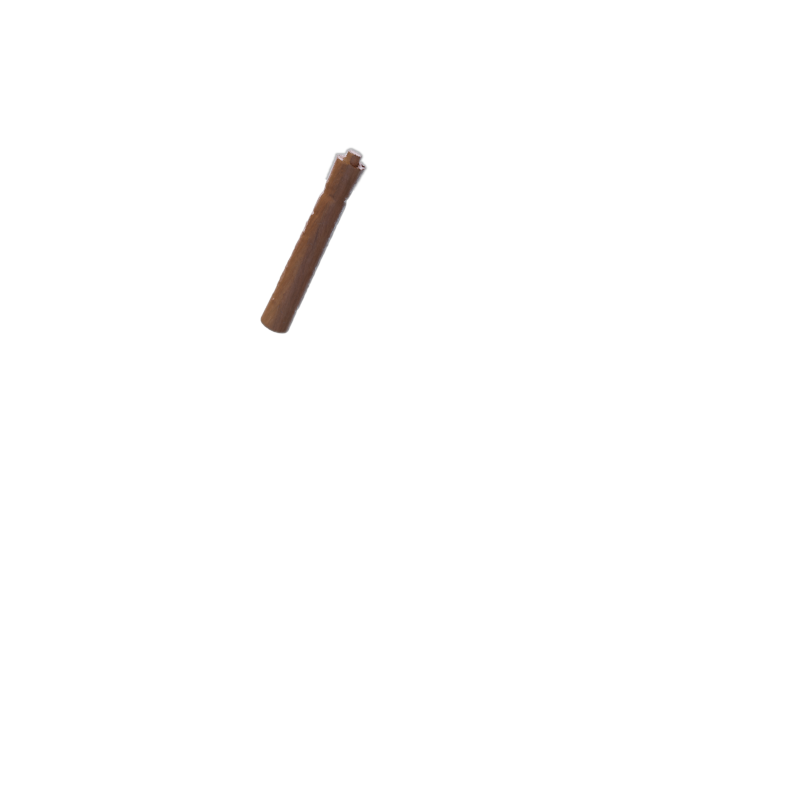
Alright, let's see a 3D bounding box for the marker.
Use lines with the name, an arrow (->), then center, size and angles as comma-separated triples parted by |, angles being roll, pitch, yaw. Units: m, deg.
marker -> -0.052, -0.094, 0.660 | 0.019, 0.117, 0.021 | 23, 21, -13
